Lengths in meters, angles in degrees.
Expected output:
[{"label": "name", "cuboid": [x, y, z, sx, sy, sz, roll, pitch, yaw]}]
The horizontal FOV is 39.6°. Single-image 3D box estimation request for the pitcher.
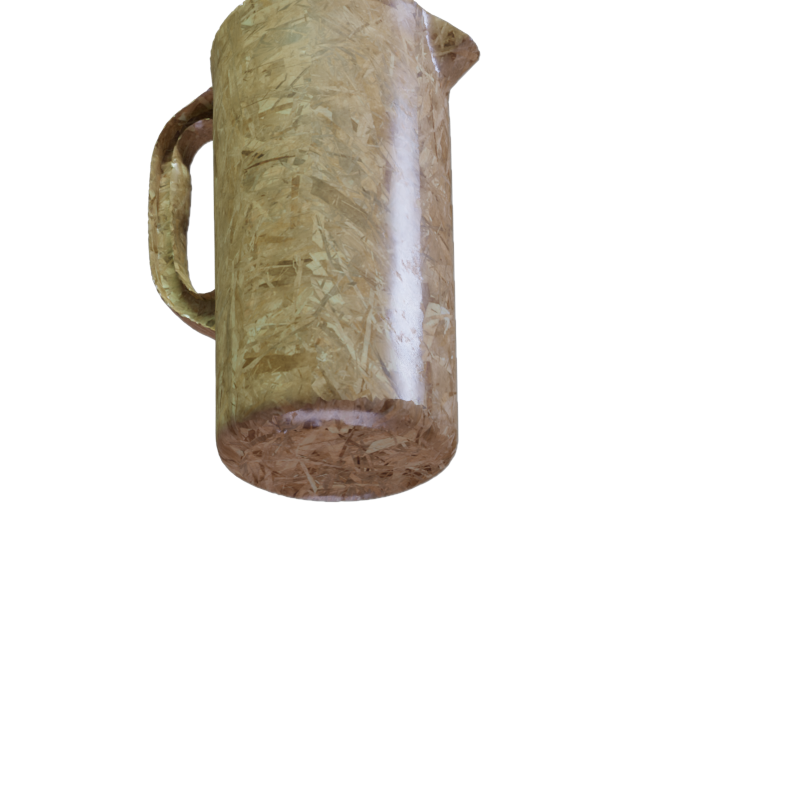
[{"label": "pitcher", "cuboid": [-0.044, -0.079, 0.556, 0.140, 0.259, 0.145, 12, -33, -22]}]
